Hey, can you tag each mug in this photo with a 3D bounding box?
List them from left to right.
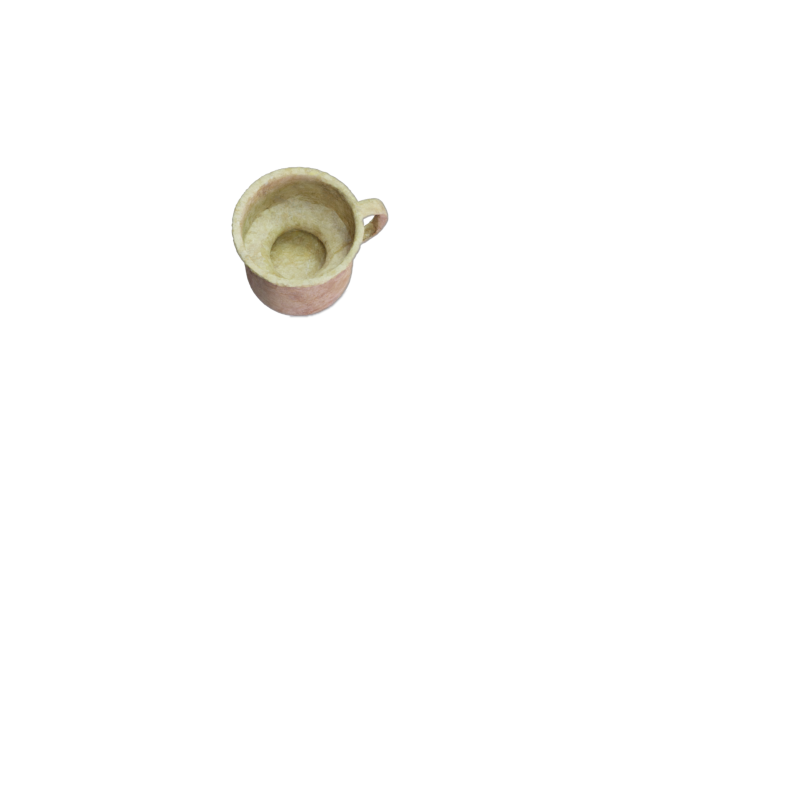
[{"bbox_3d":[-0.064,-0.116,0.813,0.117,0.098,0.078,-25,-18,-10],"label":"mug"}]
